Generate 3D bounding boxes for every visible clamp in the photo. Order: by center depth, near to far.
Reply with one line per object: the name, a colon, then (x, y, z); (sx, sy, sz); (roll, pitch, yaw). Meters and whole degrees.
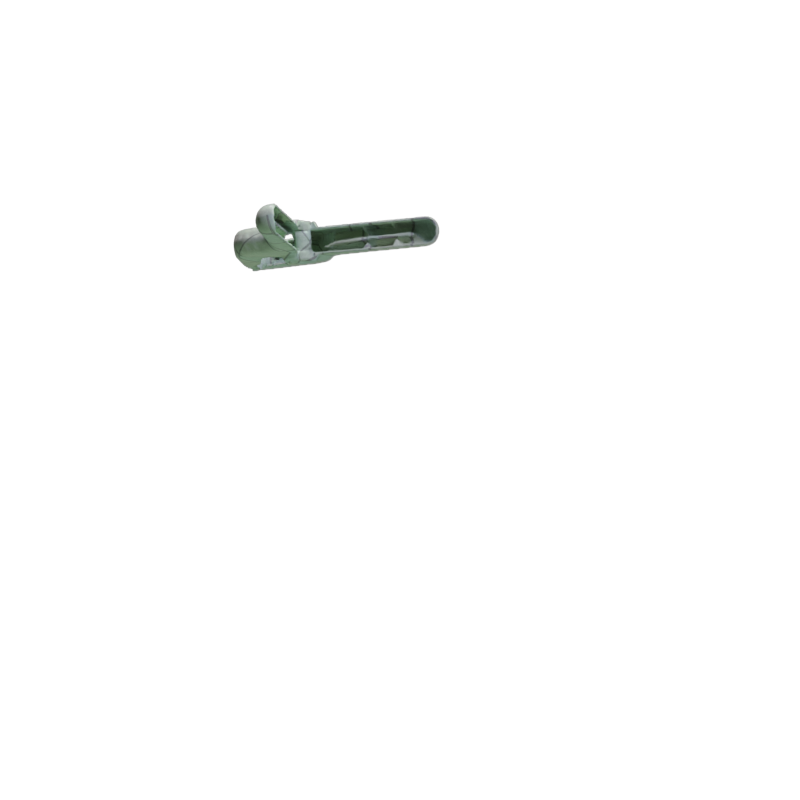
clamp: (-0.076, -0.139, 0.972); (0.160, 0.037, 0.213); (1, -2, -24)
